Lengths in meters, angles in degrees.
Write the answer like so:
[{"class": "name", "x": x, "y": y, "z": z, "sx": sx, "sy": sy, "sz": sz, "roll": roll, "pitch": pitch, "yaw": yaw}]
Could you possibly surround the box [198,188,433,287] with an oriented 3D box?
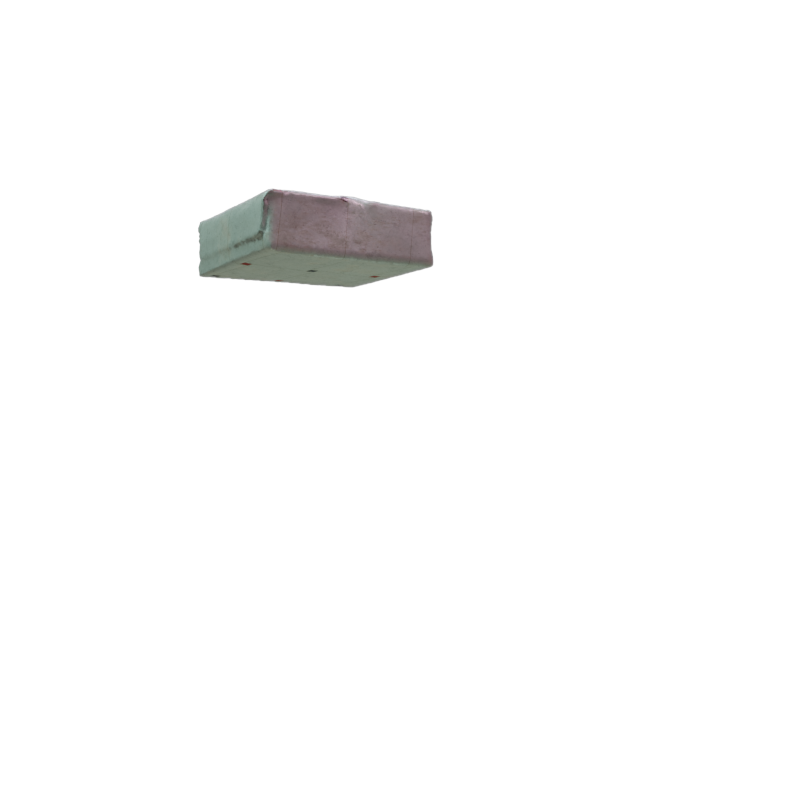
[{"class": "box", "x": -0.041, "y": -0.074, "z": 0.521, "sx": 0.086, "sy": 0.031, "sz": 0.074, "roll": 3, "pitch": -6, "yaw": -31}]
